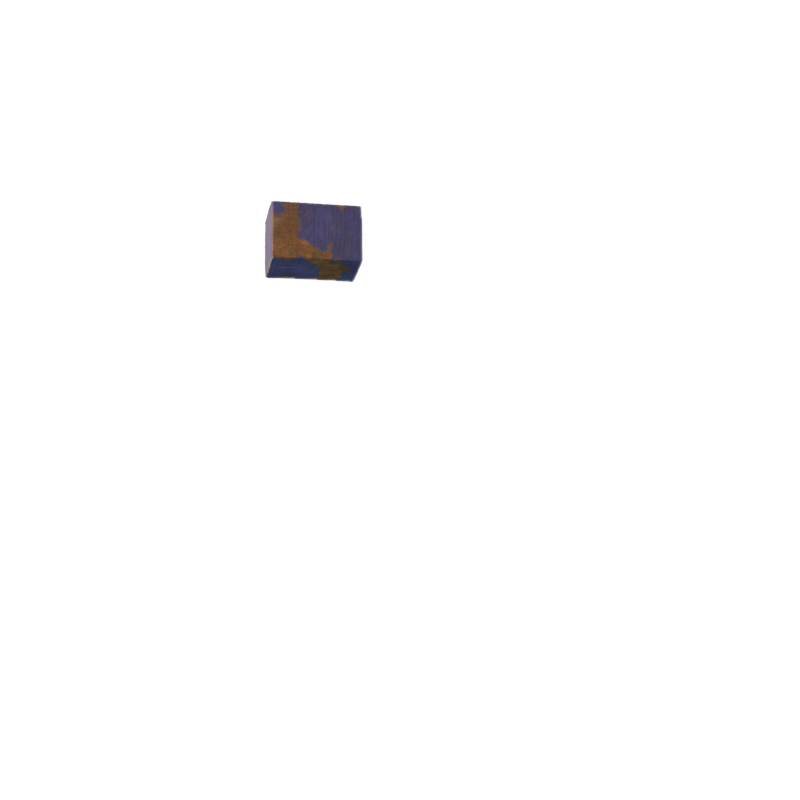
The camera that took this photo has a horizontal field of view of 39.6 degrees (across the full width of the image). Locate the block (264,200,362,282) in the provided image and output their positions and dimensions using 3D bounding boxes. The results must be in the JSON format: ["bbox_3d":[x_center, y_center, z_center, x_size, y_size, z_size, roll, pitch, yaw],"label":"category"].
[{"bbox_3d":[-0.073,-0.134,0.936,0.077,0.054,0.051,3,-18,-10],"label":"block"}]
